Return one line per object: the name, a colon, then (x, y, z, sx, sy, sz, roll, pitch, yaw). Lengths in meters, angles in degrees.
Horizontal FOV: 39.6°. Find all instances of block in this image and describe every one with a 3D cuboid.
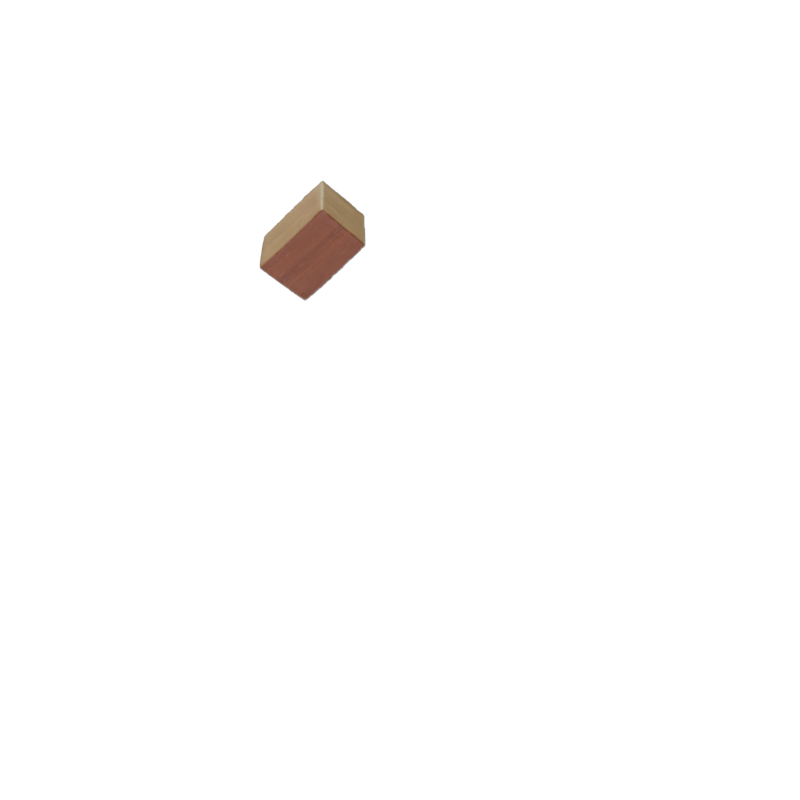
block: (-0.073, -0.134, 0.938, 0.050, 0.077, 0.055, 39, 25, -25)
